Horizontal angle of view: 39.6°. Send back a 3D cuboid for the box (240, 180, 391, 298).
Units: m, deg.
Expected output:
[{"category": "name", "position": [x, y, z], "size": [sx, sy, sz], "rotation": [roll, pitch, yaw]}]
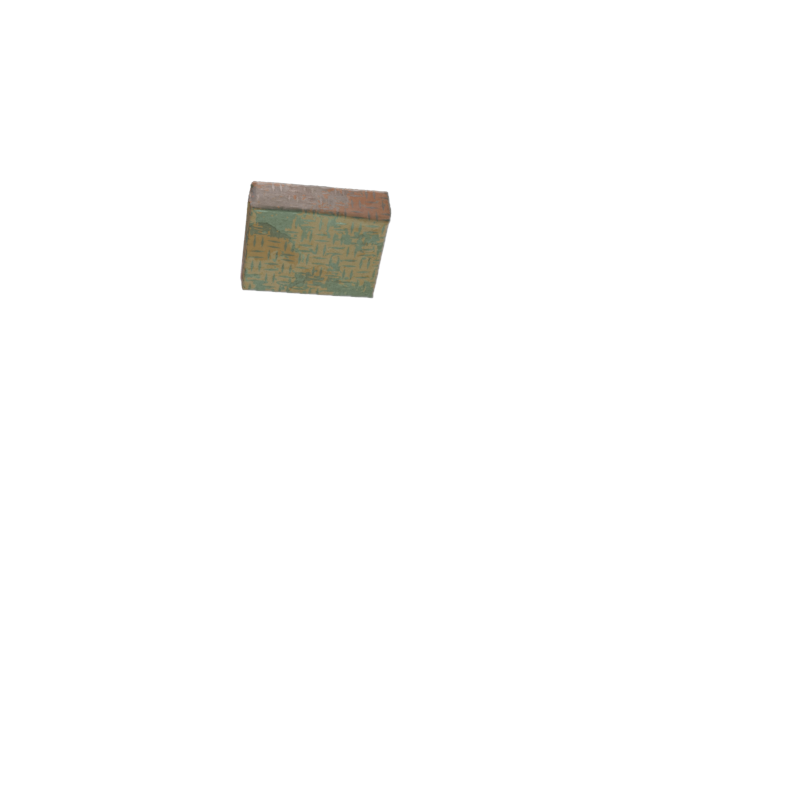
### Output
[{"category": "box", "position": [-0.070, -0.128, 0.894], "size": [0.112, 0.042, 0.084], "rotation": [6, -44, -6]}]
